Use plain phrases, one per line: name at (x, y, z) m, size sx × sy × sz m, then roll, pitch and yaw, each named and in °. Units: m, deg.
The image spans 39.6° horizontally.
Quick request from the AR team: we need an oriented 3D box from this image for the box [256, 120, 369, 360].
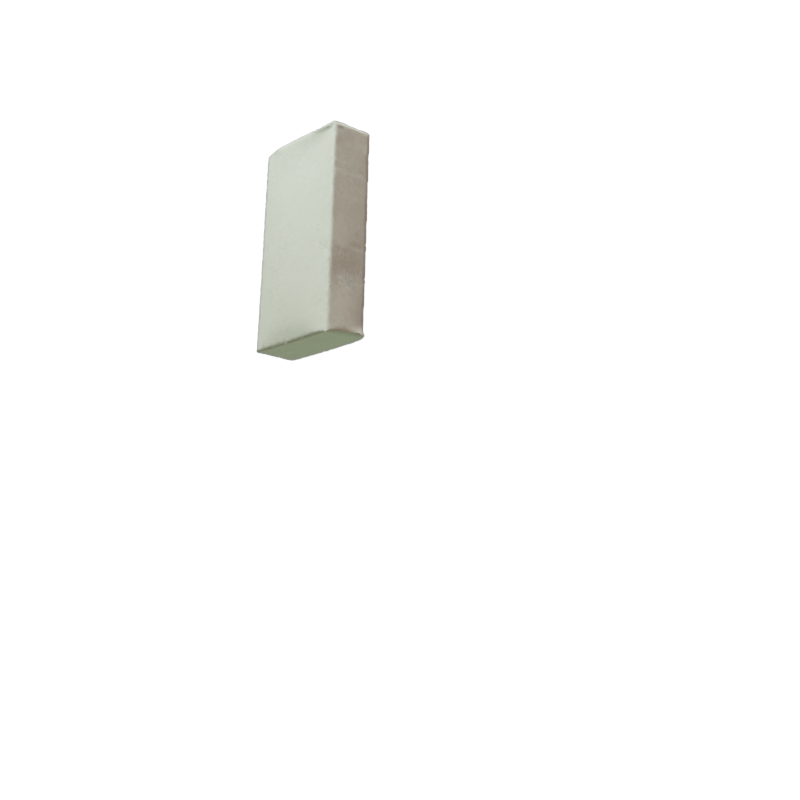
box at (-0.070, -0.128, 0.894) m, size 0.045 × 0.184 × 0.094 m, roll 14°, pitch -23°, yaw -40°
